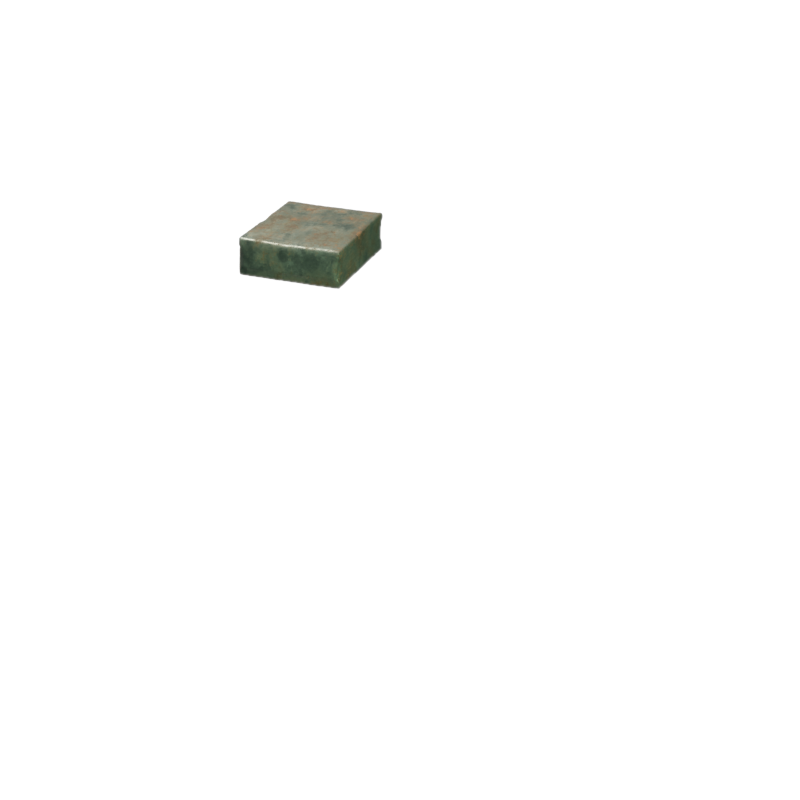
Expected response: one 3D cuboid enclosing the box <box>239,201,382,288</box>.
[{"bbox_3d":[-0.060,-0.109,0.766,0.075,0.029,0.091,9,28,18],"label":"box"}]
